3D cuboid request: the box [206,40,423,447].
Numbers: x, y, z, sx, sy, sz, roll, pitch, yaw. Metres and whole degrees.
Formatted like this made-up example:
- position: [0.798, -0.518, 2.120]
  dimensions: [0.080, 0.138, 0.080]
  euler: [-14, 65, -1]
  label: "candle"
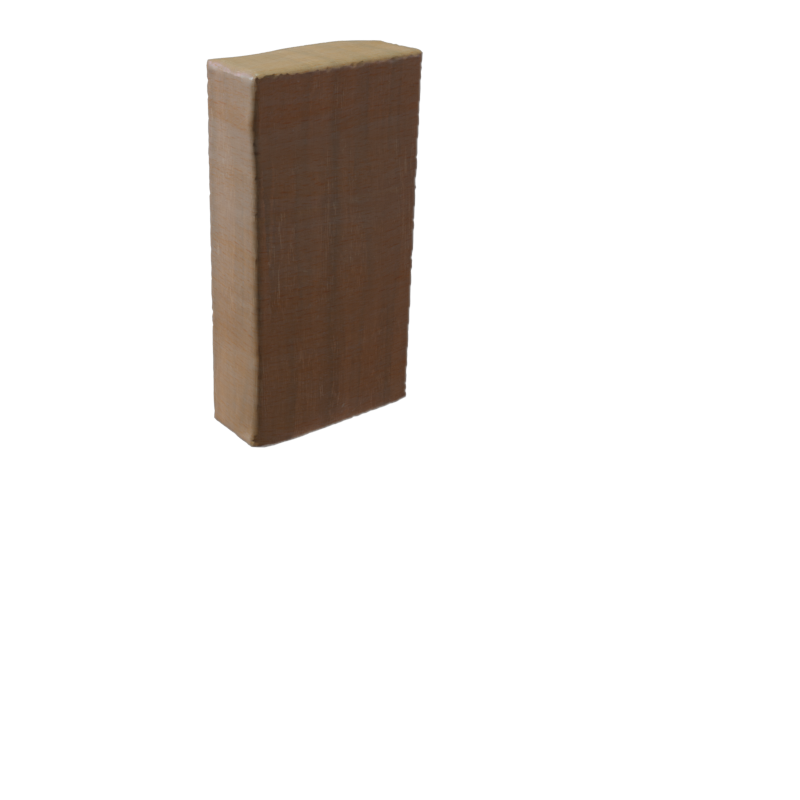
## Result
- position: [-0.040, -0.073, 0.511]
  dimensions: [0.092, 0.168, 0.051]
  euler: [-16, 27, -37]
  label: "box"
